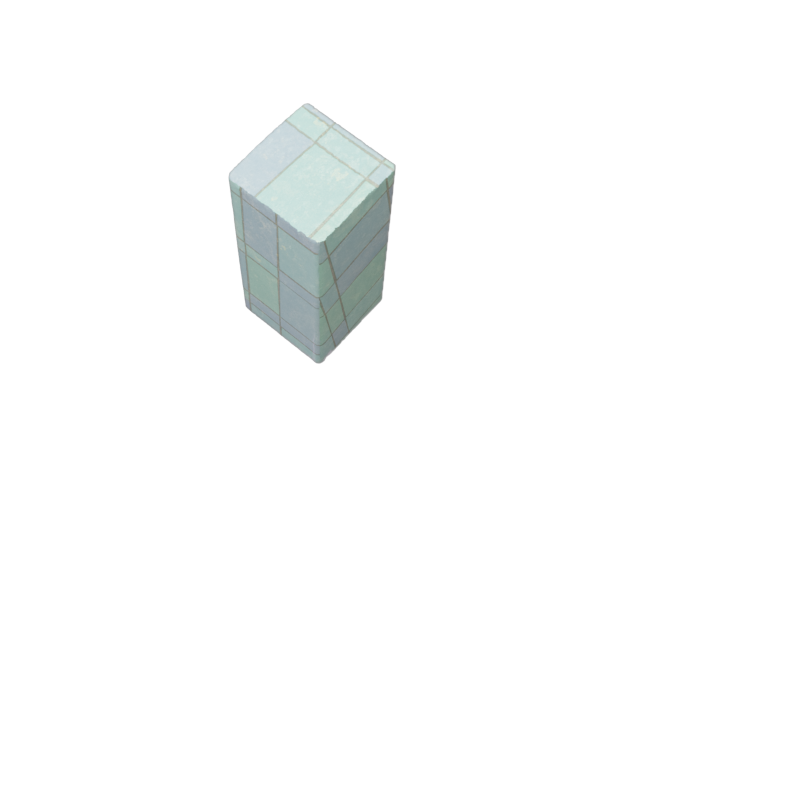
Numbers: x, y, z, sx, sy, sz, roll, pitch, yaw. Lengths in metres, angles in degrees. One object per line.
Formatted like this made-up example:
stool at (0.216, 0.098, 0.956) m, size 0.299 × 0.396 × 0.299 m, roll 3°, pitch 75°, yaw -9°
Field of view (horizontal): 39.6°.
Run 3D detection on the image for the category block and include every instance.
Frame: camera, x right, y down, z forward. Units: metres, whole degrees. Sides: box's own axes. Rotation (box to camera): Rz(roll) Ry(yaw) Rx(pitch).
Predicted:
block at (-0.070, -0.126, 0.882) m, size 0.094 × 0.092 × 0.195 m, roll 38°, pitch -21°, yaw 13°
